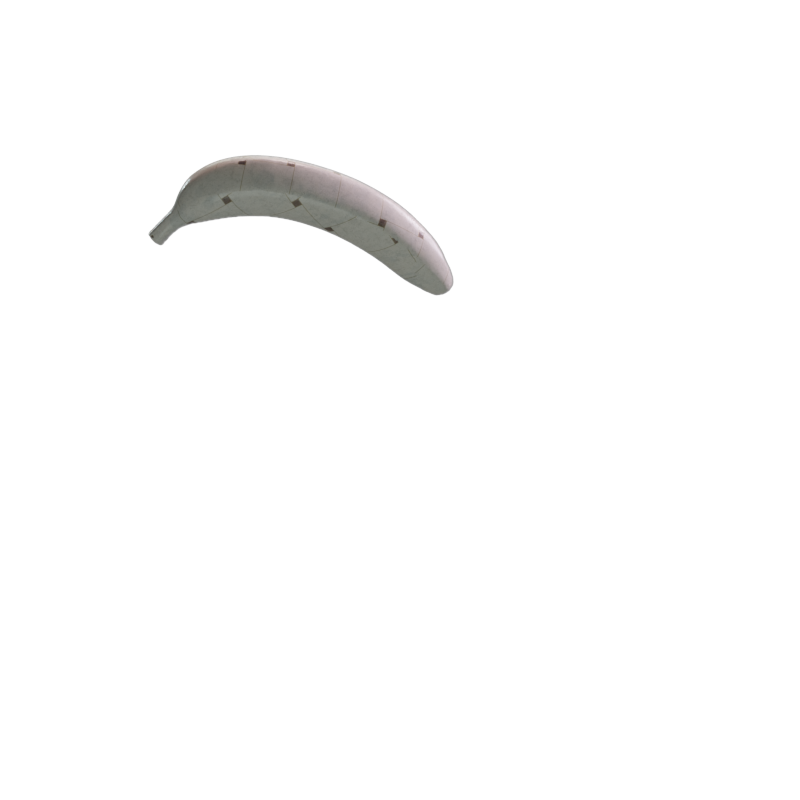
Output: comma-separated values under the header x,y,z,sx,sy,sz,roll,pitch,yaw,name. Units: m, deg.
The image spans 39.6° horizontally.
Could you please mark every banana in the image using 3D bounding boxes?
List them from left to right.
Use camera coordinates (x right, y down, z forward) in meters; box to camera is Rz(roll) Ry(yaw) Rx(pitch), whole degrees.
x,y,z,sx,sy,sz,roll,pitch,yaw,name
-0.054,-0.115,0.696,0.195,0.066,0.039,11,37,-8,banana
